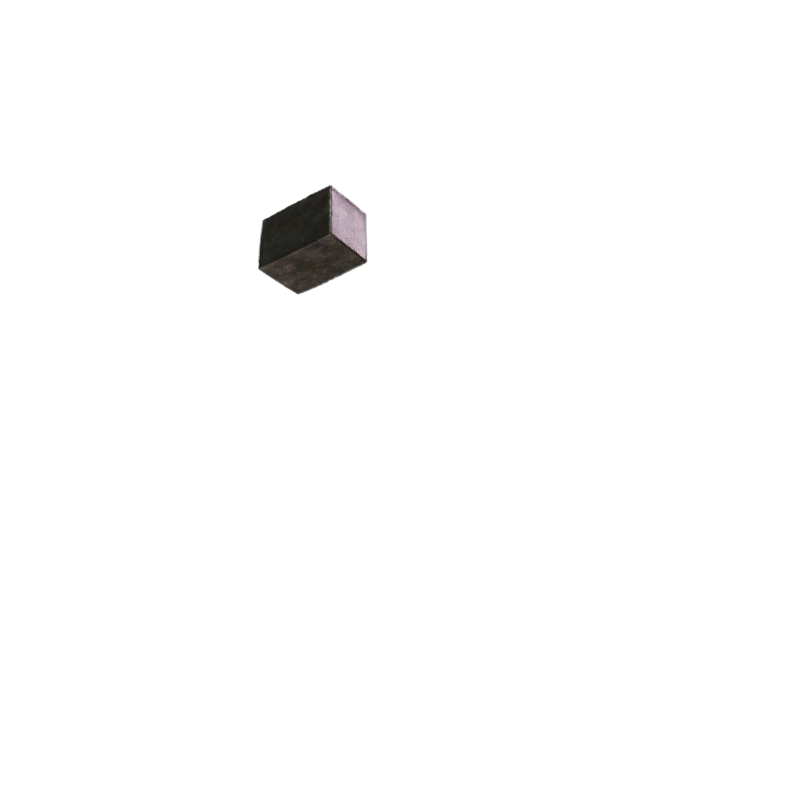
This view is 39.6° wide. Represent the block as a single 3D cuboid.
[{"bbox_3d":[-0.072,-0.132,0.926,0.078,0.055,0.049,-22,-39,29],"label":"block"}]
